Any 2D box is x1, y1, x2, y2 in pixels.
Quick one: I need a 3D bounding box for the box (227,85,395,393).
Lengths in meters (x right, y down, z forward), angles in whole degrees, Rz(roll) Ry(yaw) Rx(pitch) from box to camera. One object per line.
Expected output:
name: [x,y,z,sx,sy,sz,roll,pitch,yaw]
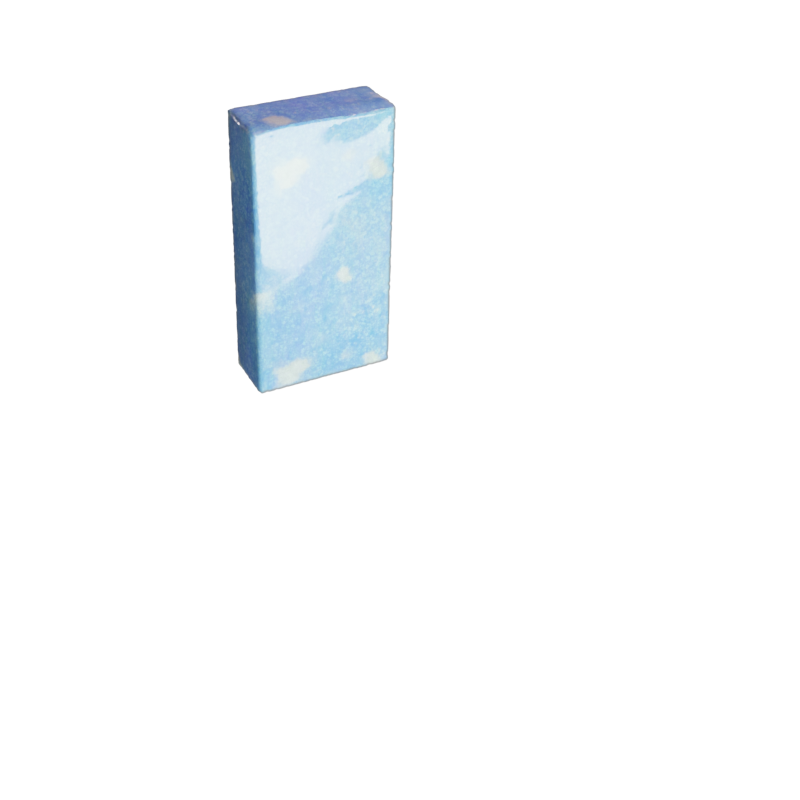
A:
box: [-0.053,-0.096,0.674,0.092,0.165,0.052,-14,37,-23]
